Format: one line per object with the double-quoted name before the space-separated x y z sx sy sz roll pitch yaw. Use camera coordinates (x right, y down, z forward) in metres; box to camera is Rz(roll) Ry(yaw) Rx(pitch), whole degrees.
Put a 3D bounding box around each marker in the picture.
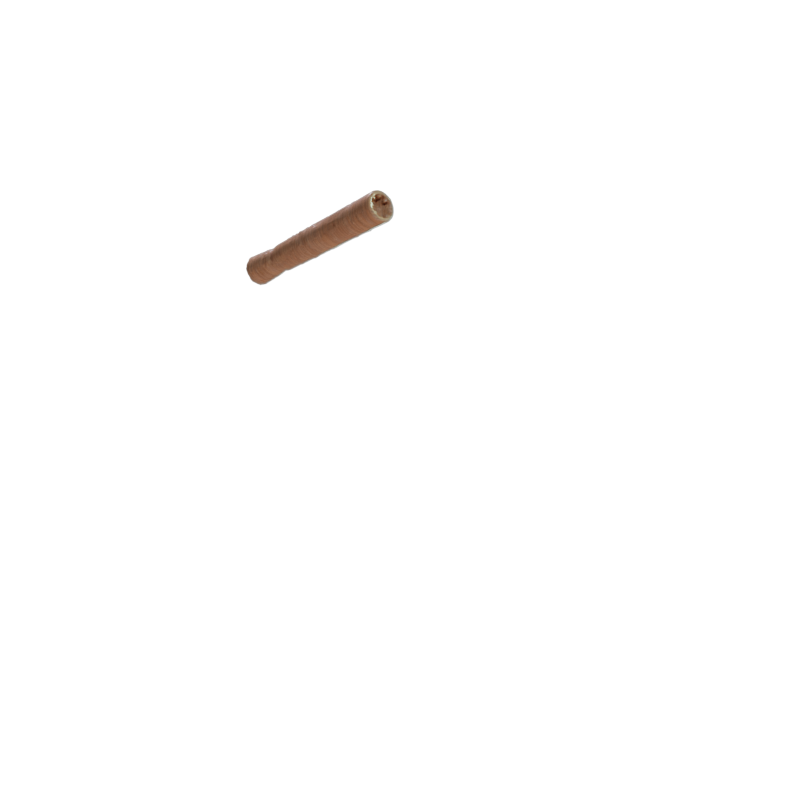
"marker" -0.050 -0.092 0.642 0.019 0.020 0.122 -3 -11 -43
